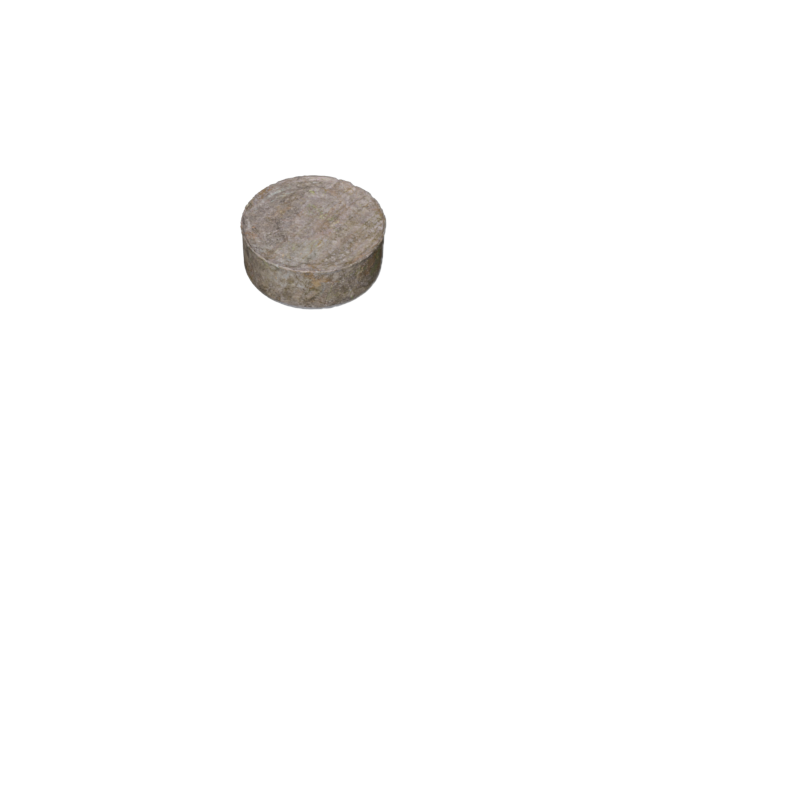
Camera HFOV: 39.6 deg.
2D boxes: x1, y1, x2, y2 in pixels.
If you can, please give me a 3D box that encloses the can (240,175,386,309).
[{"bbox_3d":[-0.052,-0.095,0.662,0.086,0.092,0.031,-1,-43,-1],"label":"can"}]
